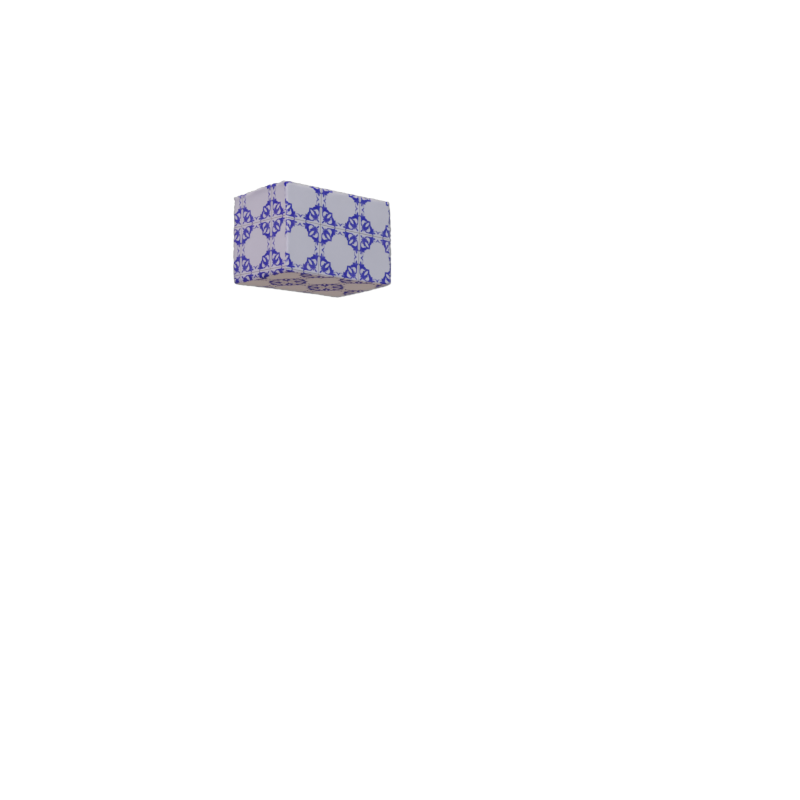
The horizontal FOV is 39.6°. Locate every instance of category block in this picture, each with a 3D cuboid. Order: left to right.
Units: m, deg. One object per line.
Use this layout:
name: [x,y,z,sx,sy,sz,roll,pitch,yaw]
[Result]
block: [-0.050,-0.091,0.636,0.074,0.053,0.054,6,-10,-40]
